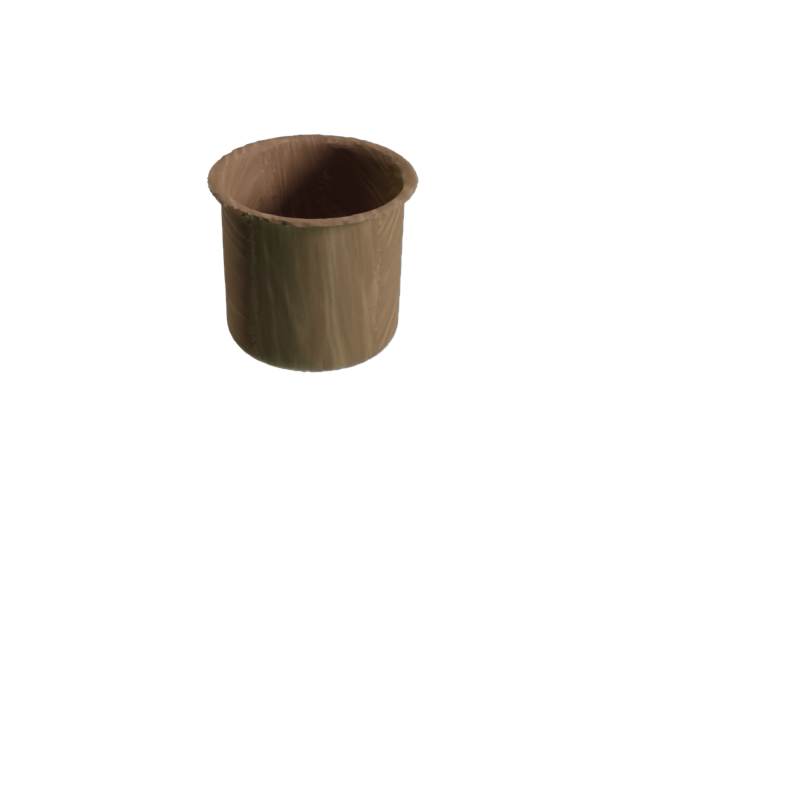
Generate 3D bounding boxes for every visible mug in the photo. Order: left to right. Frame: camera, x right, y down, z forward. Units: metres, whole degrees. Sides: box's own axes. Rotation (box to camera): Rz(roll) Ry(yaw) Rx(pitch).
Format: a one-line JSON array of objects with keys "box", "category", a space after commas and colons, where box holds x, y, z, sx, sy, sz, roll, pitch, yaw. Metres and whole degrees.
[{"box": [-0.041, -0.074, 0.520, 0.093, 0.077, 0.125, 0, 33, -2], "category": "mug"}]
